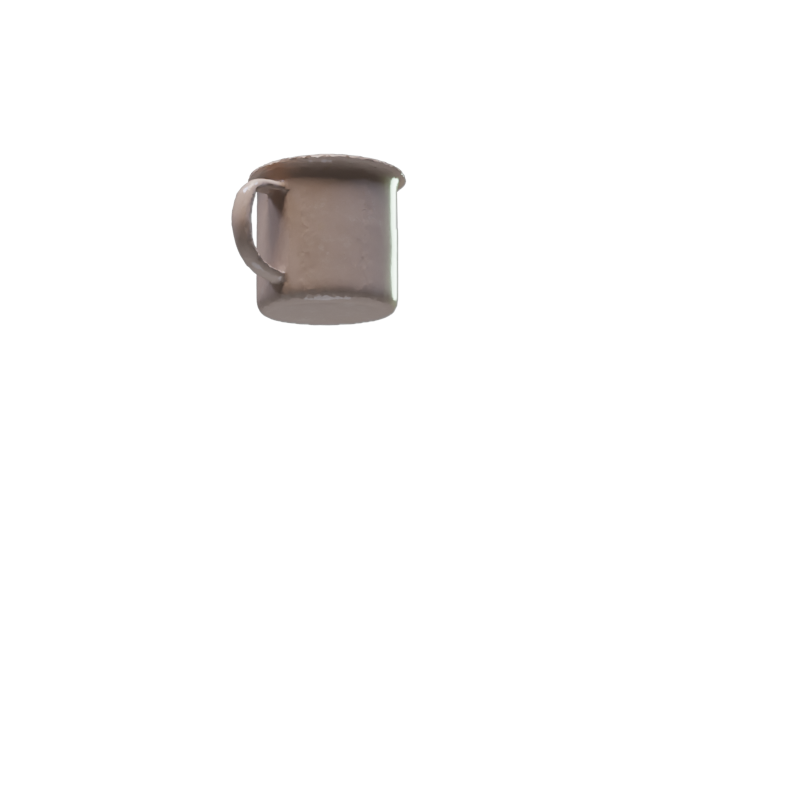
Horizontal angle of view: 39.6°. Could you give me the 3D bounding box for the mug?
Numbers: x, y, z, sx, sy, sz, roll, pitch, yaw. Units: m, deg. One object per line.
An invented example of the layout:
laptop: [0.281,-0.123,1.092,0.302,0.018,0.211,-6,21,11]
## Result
mug: [-0.050,-0.091,0.636,0.095,0.084,0.111,-9,-13,39]
